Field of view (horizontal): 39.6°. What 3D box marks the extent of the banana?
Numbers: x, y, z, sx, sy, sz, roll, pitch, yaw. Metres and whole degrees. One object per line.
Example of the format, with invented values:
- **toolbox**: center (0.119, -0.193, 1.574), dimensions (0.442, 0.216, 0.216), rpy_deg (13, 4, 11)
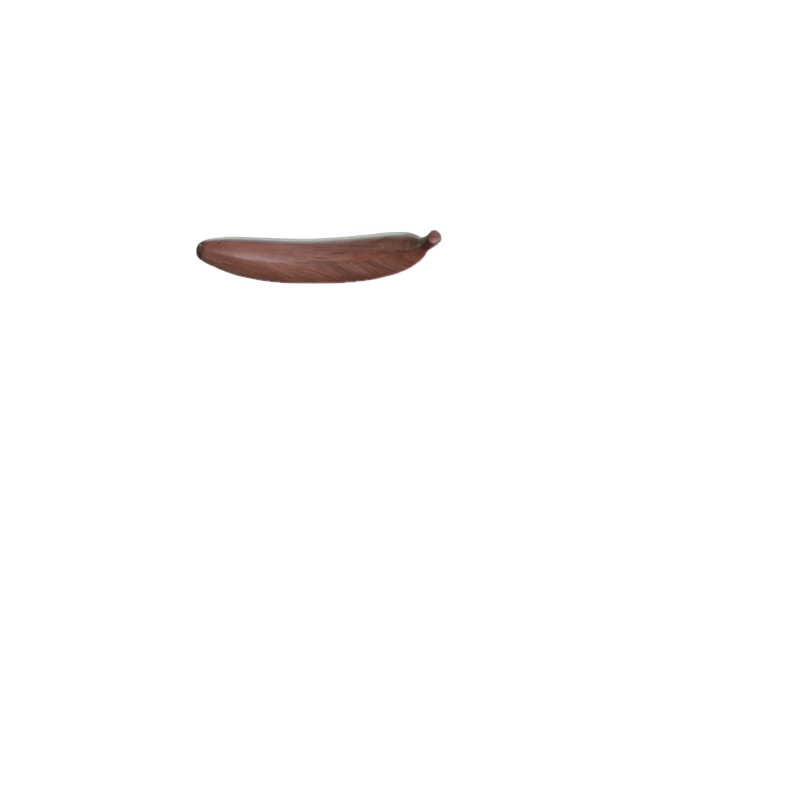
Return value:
- **banana**: center (-0.064, -0.121, 0.909), dimensions (0.199, 0.039, 0.065), rpy_deg (-4, -25, 8)
